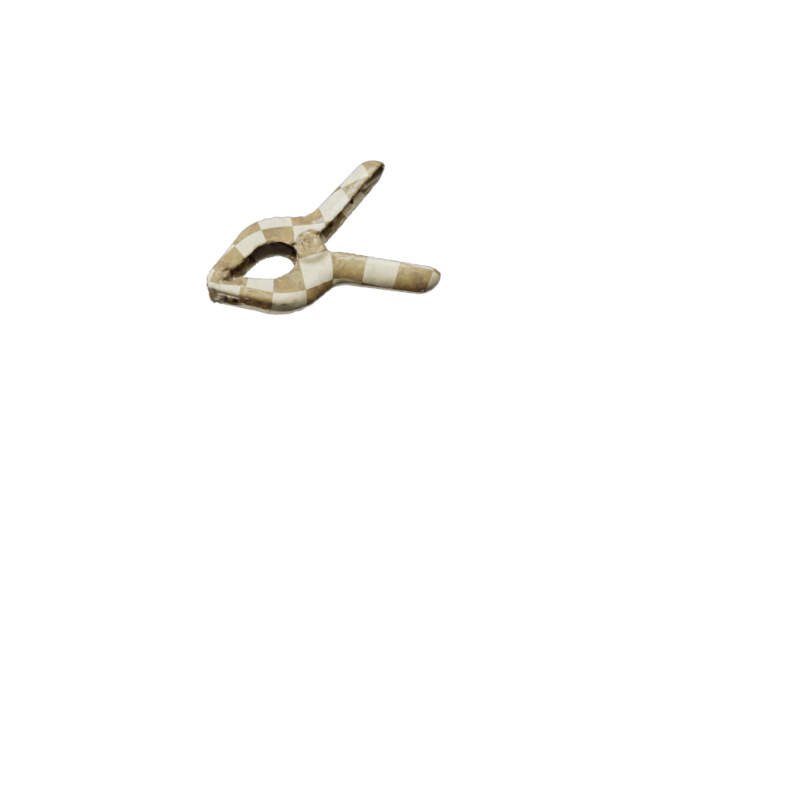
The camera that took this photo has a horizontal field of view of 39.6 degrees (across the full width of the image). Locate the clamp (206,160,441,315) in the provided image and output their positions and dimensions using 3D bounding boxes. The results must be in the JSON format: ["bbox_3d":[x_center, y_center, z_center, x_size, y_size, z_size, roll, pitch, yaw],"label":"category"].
[{"bbox_3d":[-0.066,-0.120,0.841,0.170,0.129,0.037,-11,-34,-8],"label":"clamp"}]
